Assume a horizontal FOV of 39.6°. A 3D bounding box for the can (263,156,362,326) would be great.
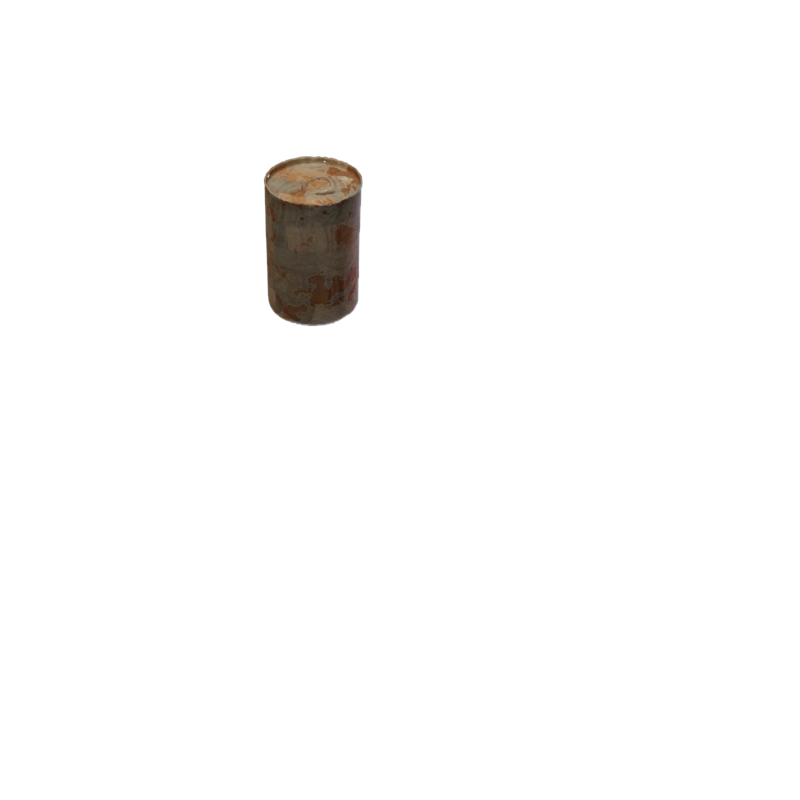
[{"bbox_3d":[-0.061,-0.112,0.785,0.068,0.096,0.073,0,36,-3],"label":"can"}]
